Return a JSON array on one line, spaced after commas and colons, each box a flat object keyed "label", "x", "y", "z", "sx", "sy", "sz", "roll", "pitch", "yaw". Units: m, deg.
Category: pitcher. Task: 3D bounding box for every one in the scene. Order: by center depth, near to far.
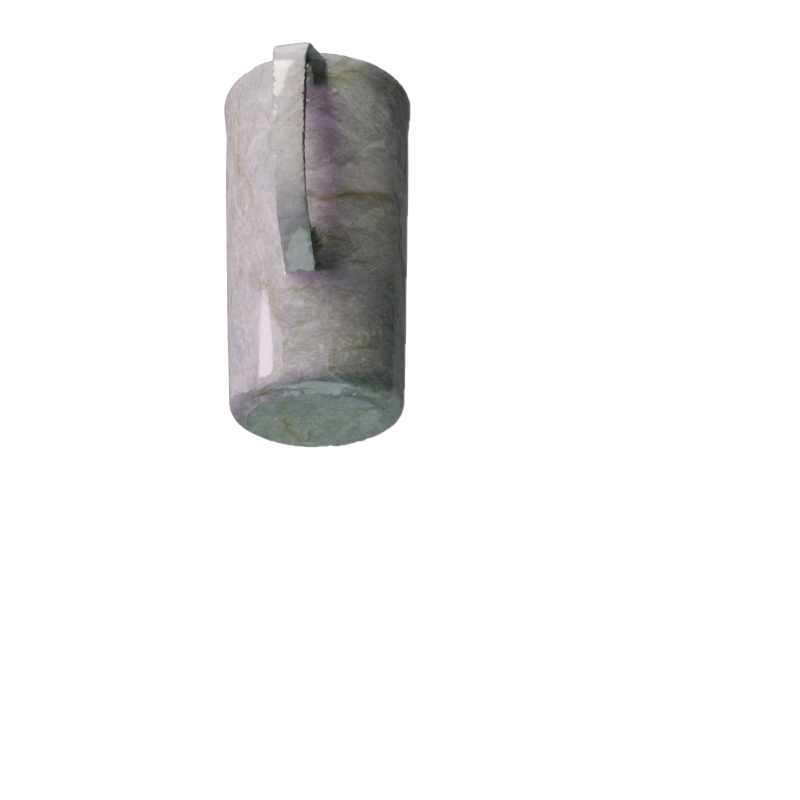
[{"label": "pitcher", "x": -0.057, "y": -0.104, "z": 0.728, "sx": 0.141, "sy": 0.258, "sz": 0.144, "roll": 19, "pitch": -34, "yaw": -34}]
